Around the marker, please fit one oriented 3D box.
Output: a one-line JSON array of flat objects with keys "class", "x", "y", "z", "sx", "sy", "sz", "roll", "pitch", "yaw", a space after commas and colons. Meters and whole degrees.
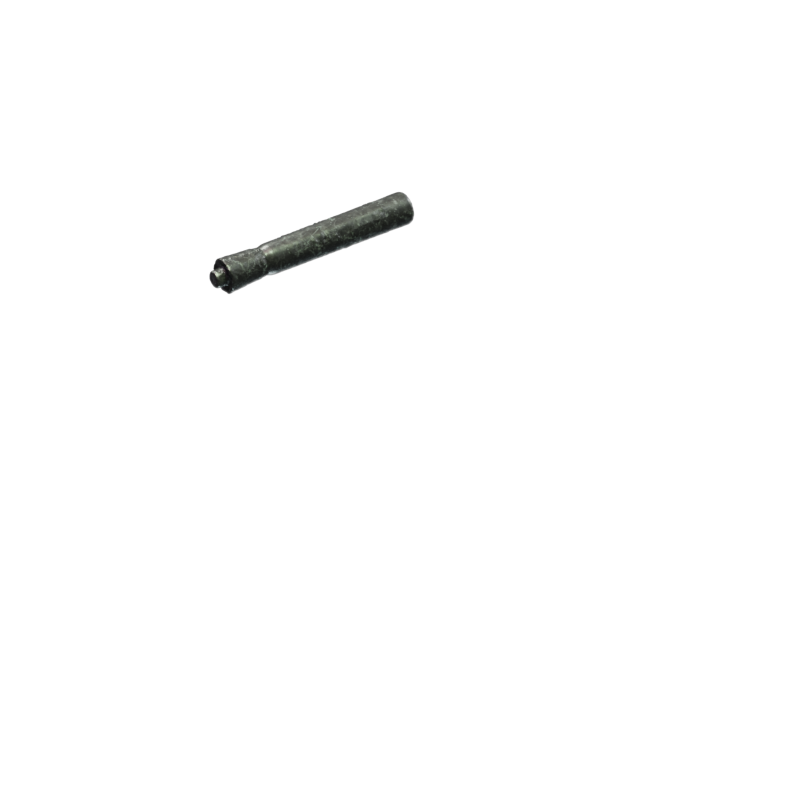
[{"class": "marker", "x": -0.045, "y": -0.083, "z": 0.578, "sx": 0.120, "sy": 0.019, "sz": 0.020, "roll": -25, "pitch": 17, "yaw": -29}]
